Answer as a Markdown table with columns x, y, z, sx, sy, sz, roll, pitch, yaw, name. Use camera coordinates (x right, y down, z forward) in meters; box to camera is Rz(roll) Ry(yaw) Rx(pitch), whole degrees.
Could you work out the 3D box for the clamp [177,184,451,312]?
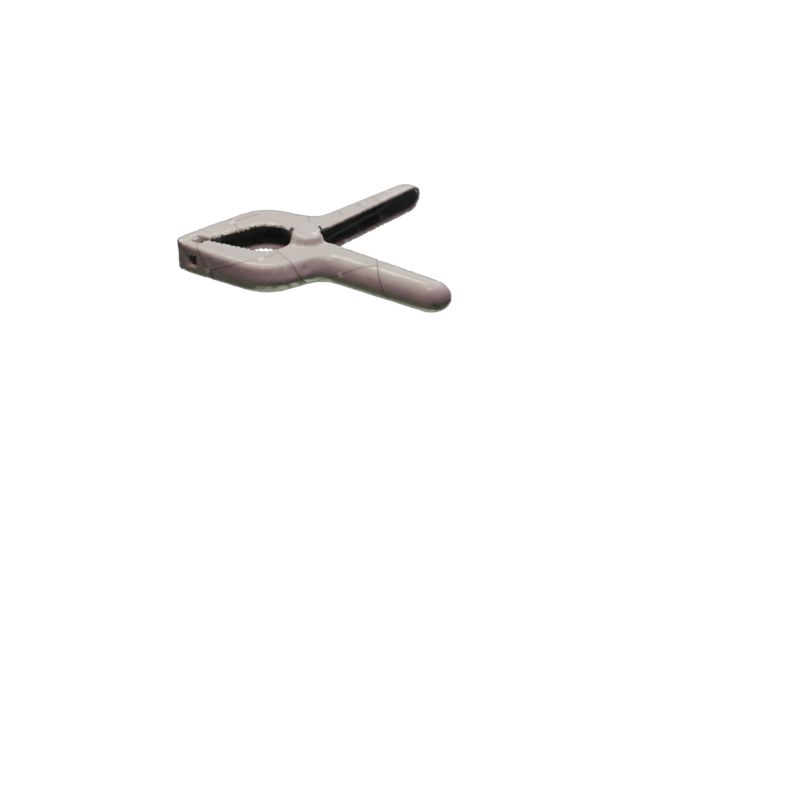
| x | y | z | sx | sy | sz | roll | pitch | yaw | name |
| --- | --- | --- | --- | --- | --- | --- | --- | --- | --- |
| -0.069 | -0.126 | 0.881 | 0.210 | 0.034 | 0.175 | 1 | 37 | 1 | clamp |
